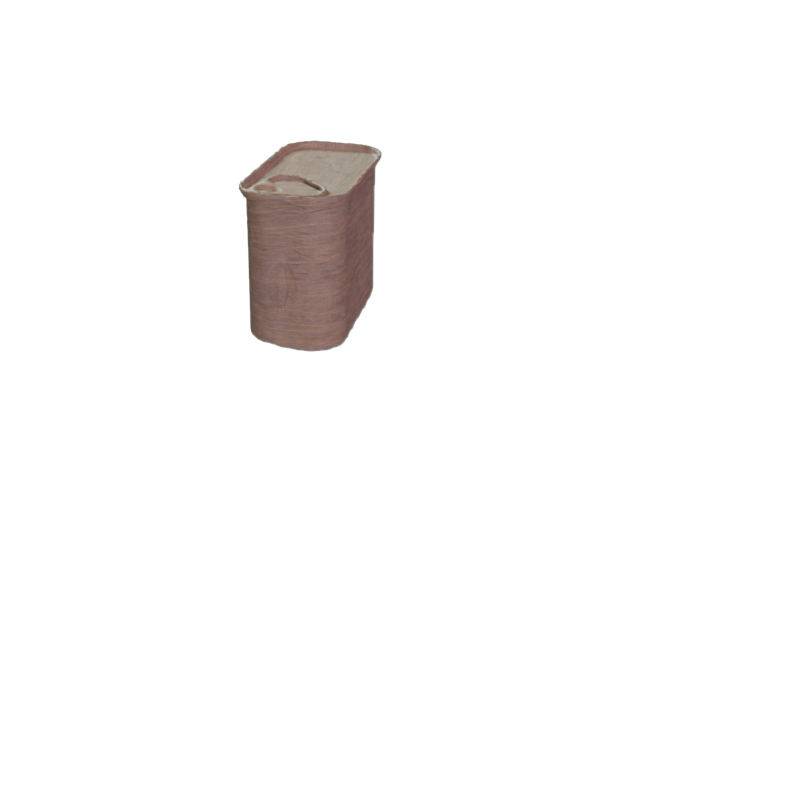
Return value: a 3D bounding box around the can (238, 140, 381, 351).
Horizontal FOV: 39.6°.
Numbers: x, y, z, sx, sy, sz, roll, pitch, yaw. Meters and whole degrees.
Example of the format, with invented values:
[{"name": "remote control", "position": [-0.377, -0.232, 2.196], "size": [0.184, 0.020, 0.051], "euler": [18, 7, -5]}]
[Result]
[{"name": "can", "position": [-0.046, -0.084, 0.591], "size": [0.059, 0.080, 0.105], "euler": [6, 25, 11]}]
